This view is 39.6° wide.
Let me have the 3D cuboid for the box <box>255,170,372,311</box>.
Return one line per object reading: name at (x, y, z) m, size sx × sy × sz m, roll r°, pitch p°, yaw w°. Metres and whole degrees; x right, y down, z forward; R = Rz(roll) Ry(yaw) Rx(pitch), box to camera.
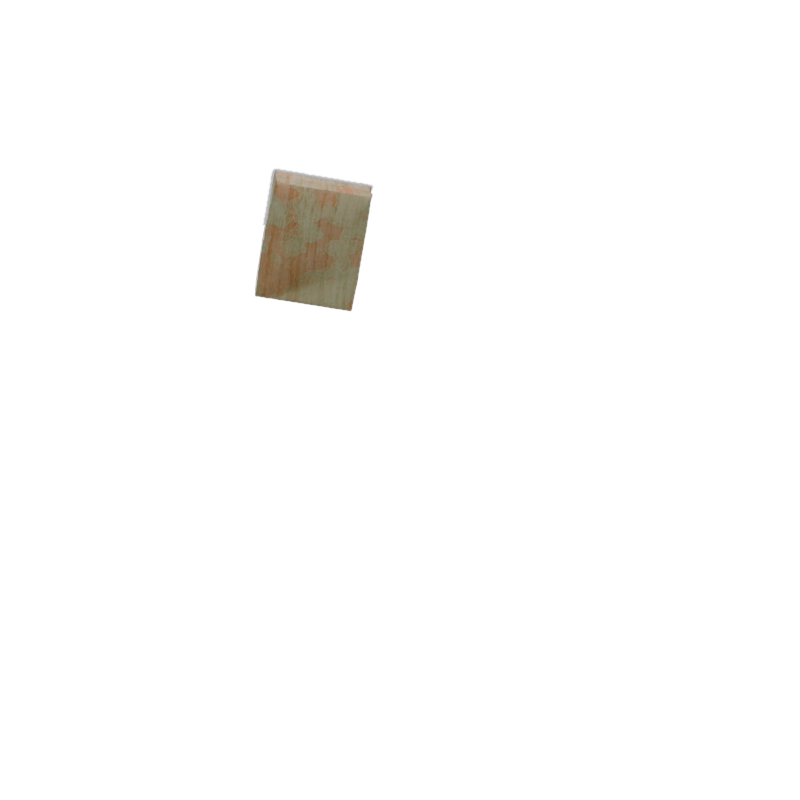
box at (-0.077, -0.141, 0.987) m, size 0.089 × 0.109 × 0.041 m, roll 10°, pitch 21°, yaw -5°
